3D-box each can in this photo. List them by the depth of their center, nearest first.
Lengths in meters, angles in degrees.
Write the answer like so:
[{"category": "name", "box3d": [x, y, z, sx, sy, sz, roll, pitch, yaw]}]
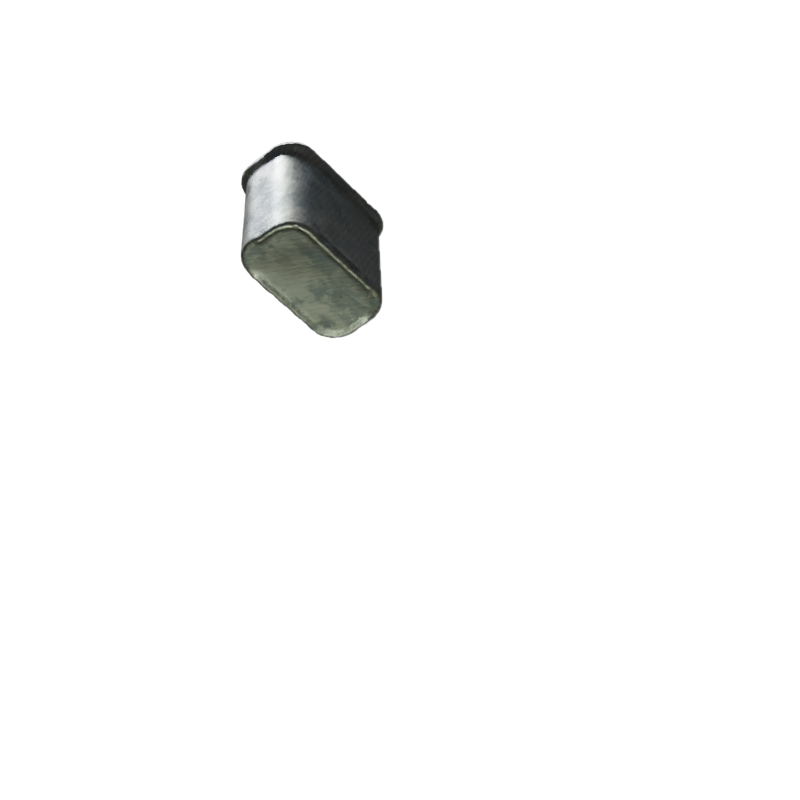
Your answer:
[{"category": "can", "box3d": [-0.055, -0.101, 0.708, 0.057, 0.090, 0.095, -33, -55, 25]}]
